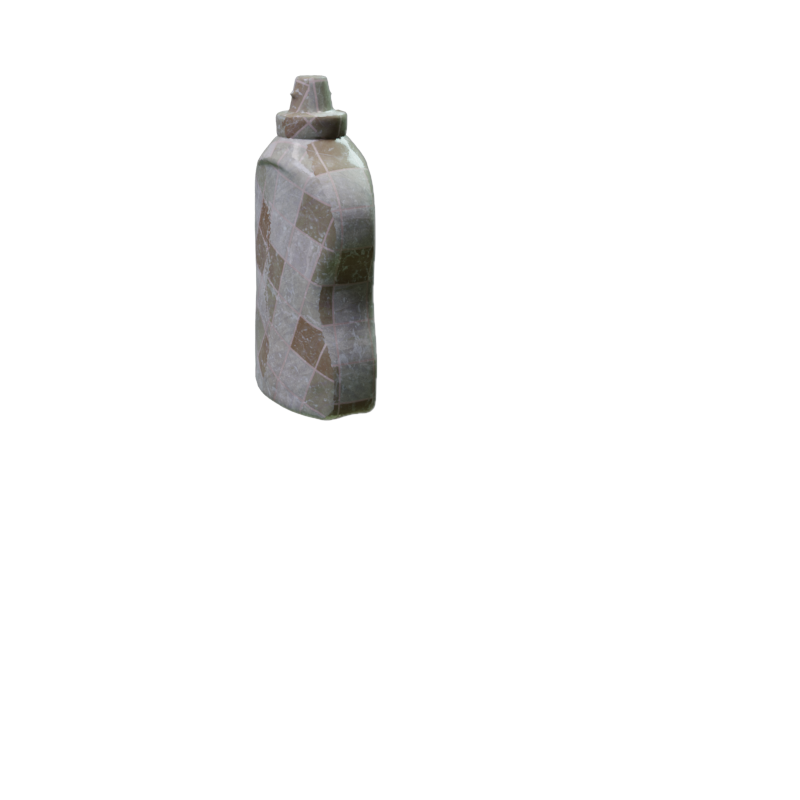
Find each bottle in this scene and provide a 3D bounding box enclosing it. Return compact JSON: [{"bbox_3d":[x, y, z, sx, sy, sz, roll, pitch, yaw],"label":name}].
[{"bbox_3d":[-0.051,-0.092,0.647,0.057,0.186,0.102,-7,16,-30],"label":"bottle"}]
